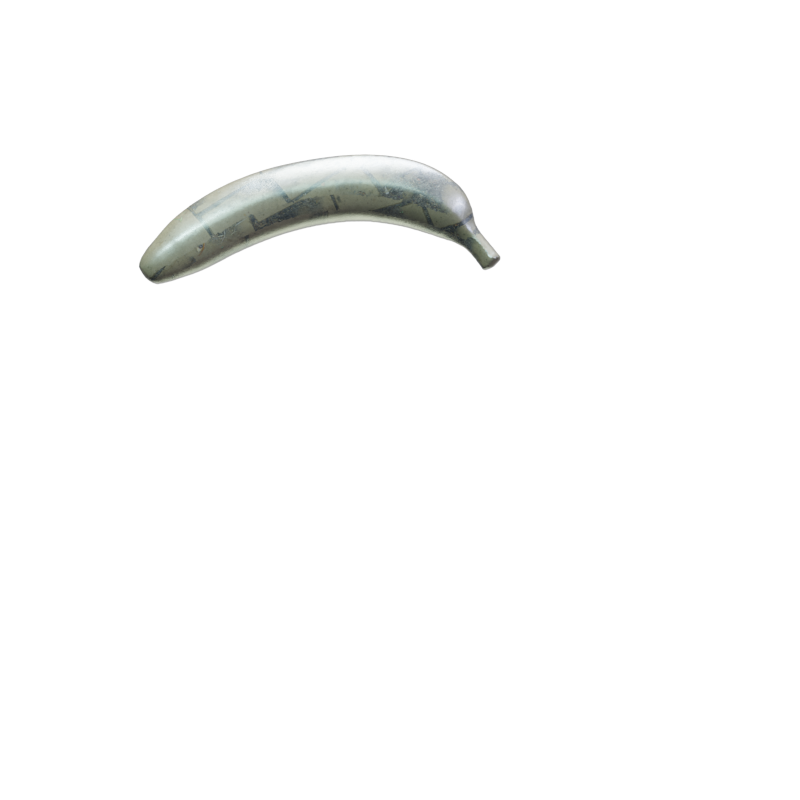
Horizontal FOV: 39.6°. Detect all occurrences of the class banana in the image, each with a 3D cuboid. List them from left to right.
[{"bbox_3d":[-0.046,-0.103,0.615,0.197,0.074,0.034,-4,-31,-2],"label":"banana"}]
